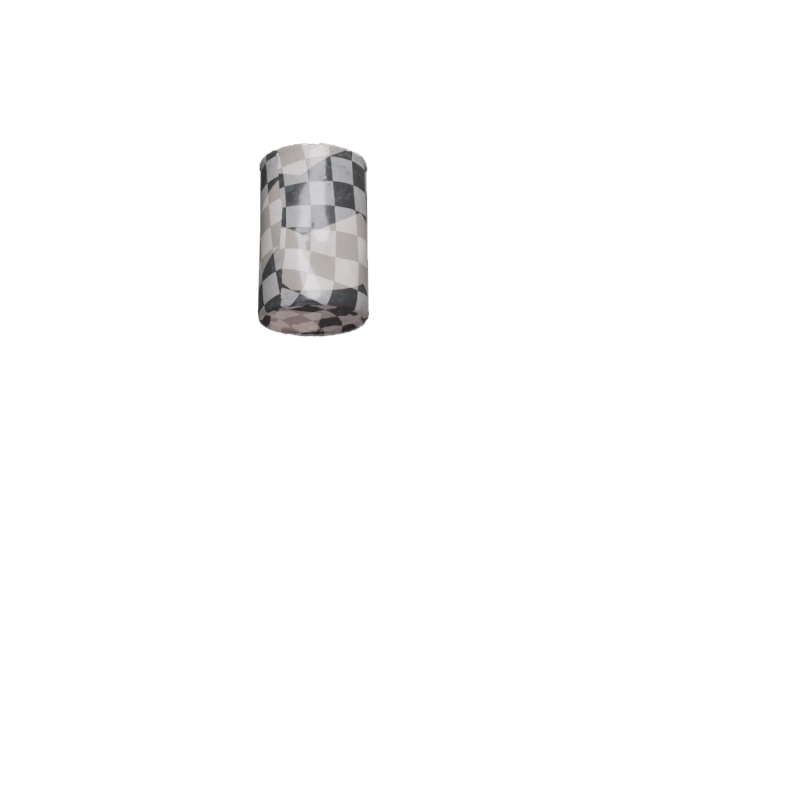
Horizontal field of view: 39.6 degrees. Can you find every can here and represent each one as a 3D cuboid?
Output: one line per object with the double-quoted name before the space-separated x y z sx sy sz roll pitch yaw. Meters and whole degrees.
"can" -0.053 -0.097 0.679 0.068 0.107 0.066 0 -19 -2
